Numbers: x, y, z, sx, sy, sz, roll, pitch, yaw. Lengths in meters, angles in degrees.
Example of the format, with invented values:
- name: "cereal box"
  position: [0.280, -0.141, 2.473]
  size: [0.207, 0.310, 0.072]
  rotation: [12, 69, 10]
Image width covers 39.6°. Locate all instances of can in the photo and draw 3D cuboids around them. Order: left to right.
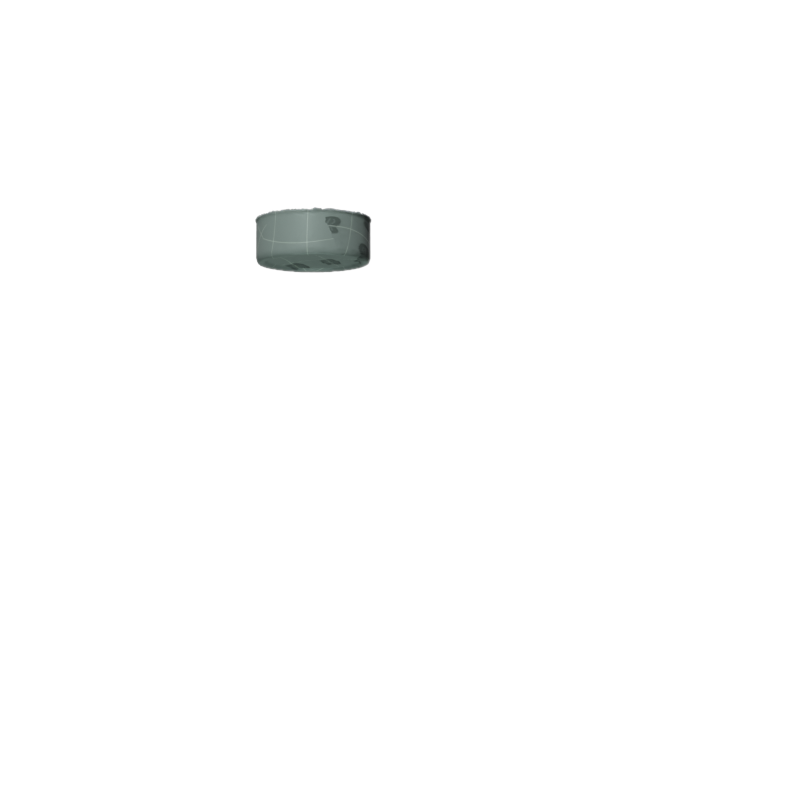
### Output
- name: "can"
  position: [-0.064, -0.117, 0.818]
  size: [0.086, 0.034, 0.085]
  rotation: [0, -4, -2]
